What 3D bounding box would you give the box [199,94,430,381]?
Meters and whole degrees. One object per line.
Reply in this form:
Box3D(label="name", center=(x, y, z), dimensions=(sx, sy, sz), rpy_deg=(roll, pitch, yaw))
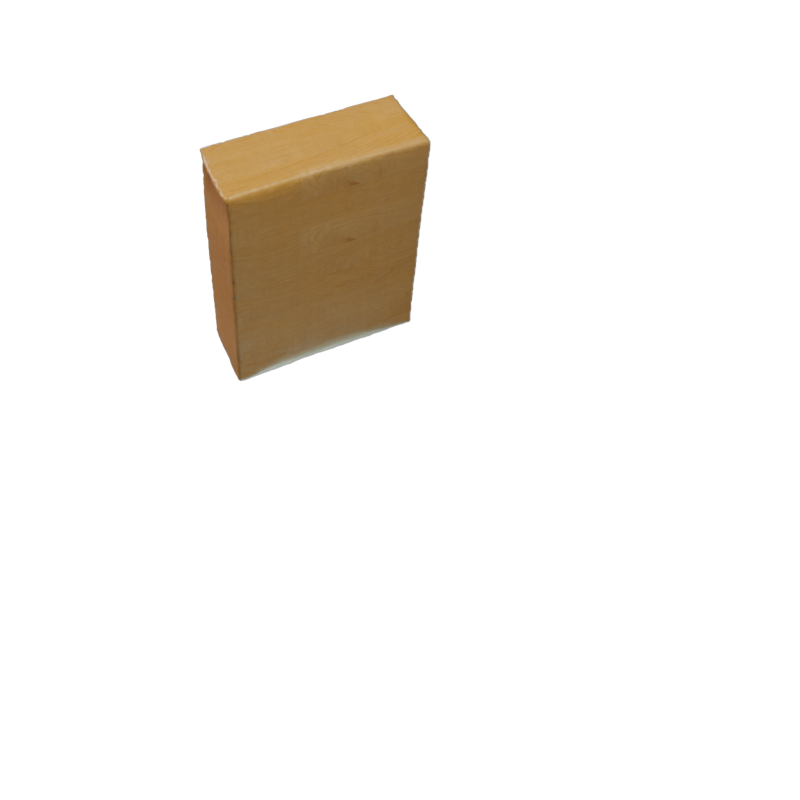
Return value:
Box3D(label="box", center=(-0.070, -0.127, 0.891), dimensions=(0.163, 0.078, 0.199), rpy_deg=(-19, -36, -18))
